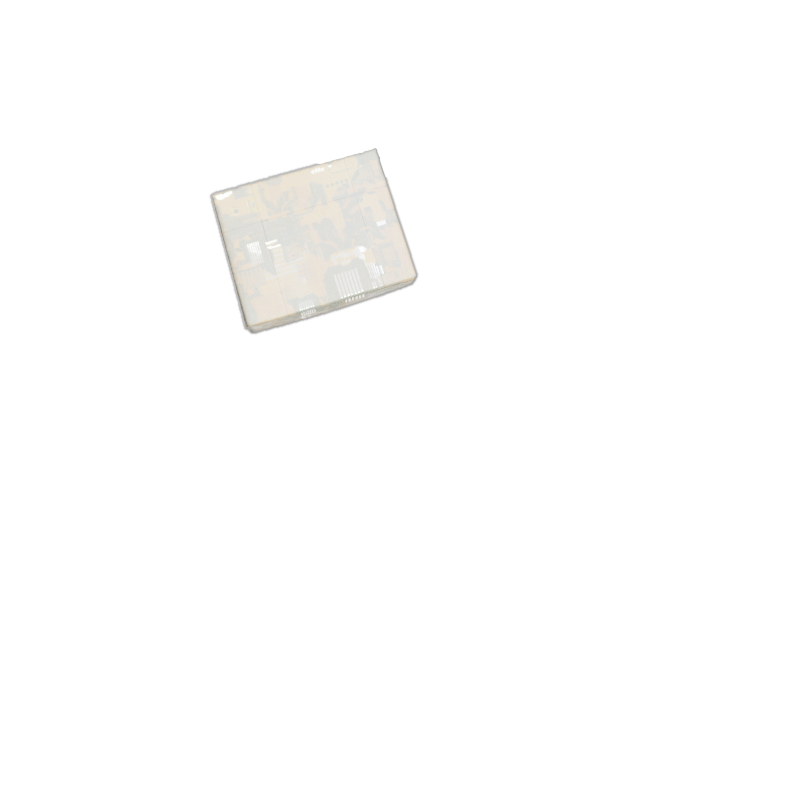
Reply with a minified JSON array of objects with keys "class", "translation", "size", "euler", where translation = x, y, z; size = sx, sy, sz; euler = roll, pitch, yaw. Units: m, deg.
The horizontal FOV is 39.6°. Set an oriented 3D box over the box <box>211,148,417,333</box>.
[{"class":"box","translation":[-0.056,-0.101,0.710],"size":[0.113,0.093,0.038],"euler":[-16,-12,-4]}]
